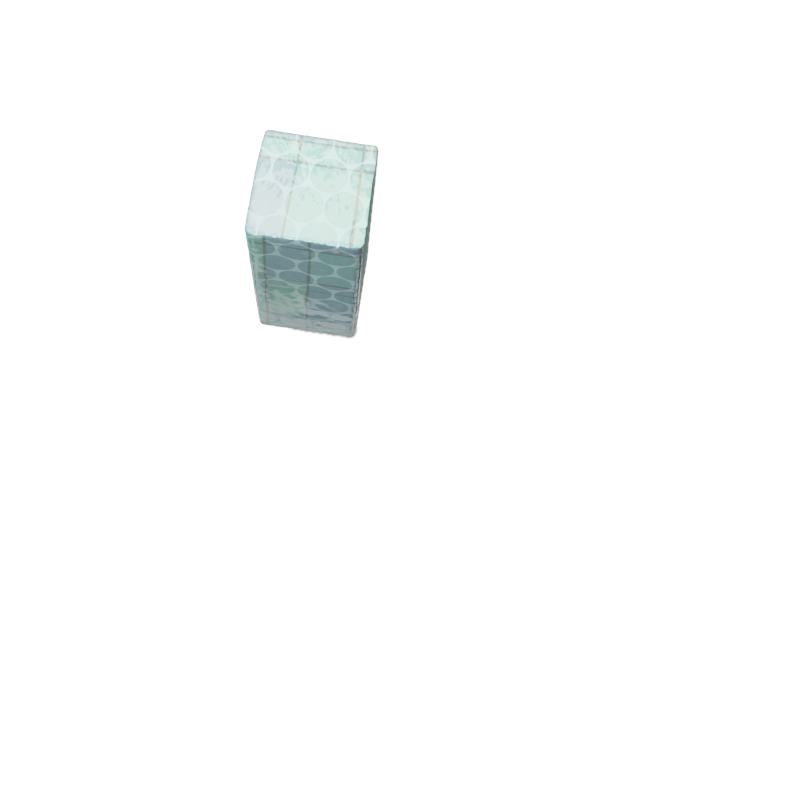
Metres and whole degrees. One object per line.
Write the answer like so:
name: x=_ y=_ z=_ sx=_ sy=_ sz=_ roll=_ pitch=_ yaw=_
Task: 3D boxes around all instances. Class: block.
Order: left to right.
block: x=-0.073 y=-0.131 z=0.922 sx=0.091 sy=0.094 sz=0.197 roll=9 pitch=-18 yaw=-1
